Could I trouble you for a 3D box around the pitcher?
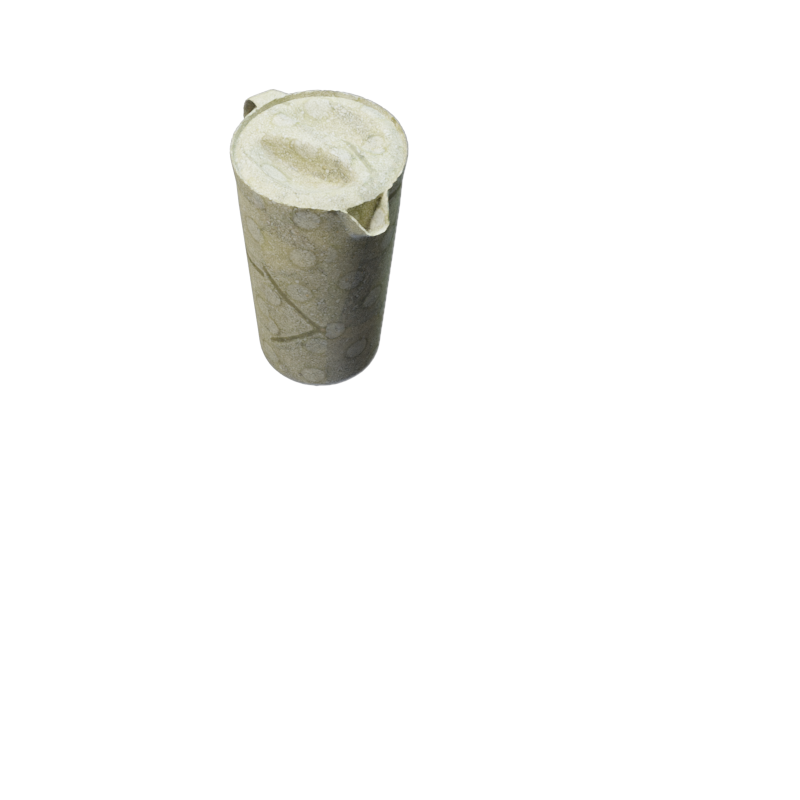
[{"bbox_3d":[-0.071,-0.130,0.912,0.147,0.158,0.227,10,-39,5],"label":"pitcher"}]
